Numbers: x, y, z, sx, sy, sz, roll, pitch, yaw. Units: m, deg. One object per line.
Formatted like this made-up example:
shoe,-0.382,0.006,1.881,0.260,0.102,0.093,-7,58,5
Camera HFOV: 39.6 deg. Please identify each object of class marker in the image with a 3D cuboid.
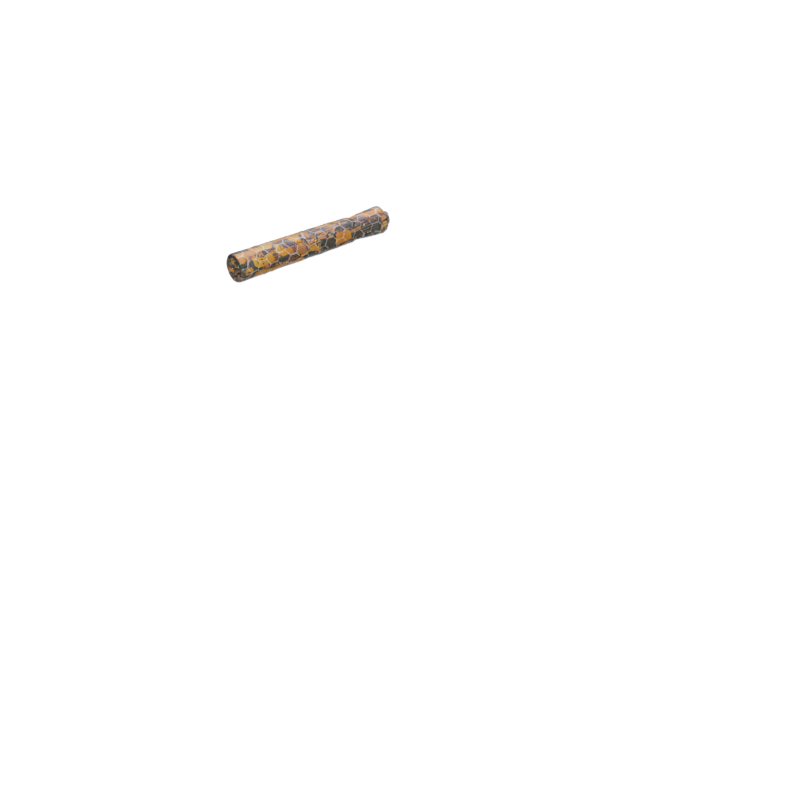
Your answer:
marker,-0.056,-0.102,0.713,0.120,0.019,0.021,-24,17,-32
